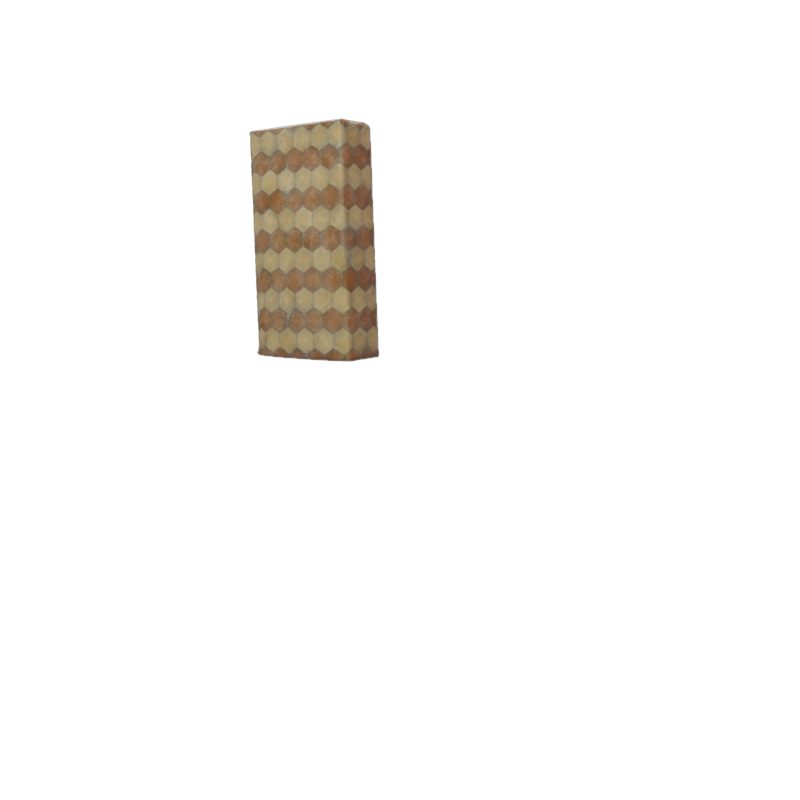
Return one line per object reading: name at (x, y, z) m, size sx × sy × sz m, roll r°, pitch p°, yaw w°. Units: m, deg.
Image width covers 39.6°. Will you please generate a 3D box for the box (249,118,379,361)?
box at (-0.065, -0.120, 0.839) m, size 0.097 × 0.177 × 0.046 m, roll -1°, pitch -2°, yaw 38°
